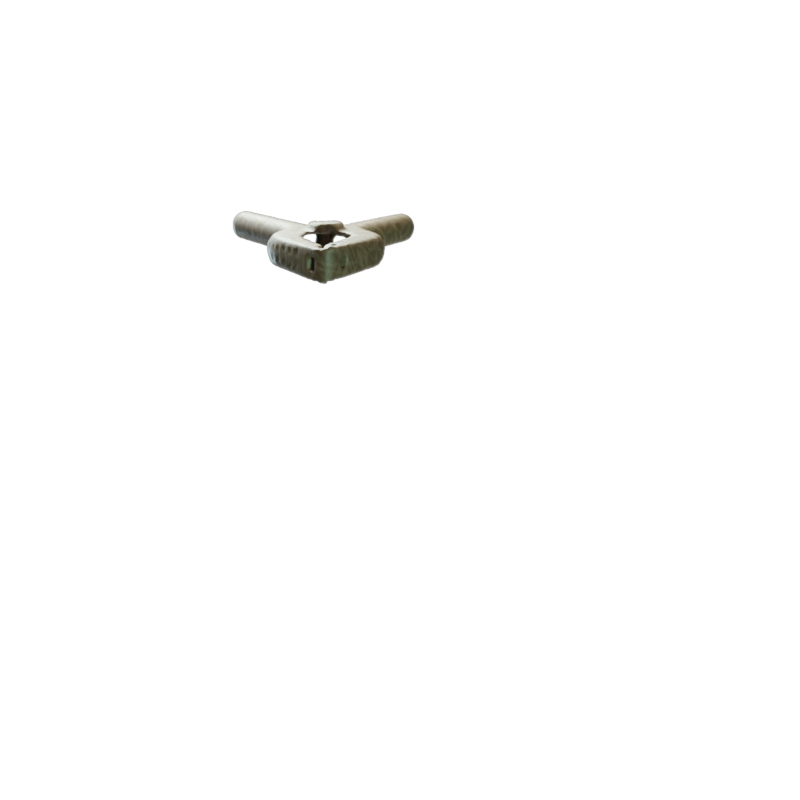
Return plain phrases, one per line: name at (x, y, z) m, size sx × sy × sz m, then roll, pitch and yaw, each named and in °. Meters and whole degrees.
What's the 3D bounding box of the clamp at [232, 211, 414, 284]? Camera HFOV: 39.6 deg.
clamp at (-0.073, -0.133, 0.932) m, size 0.166 × 0.035 × 0.215 m, roll 1°, pitch 17°, yaw 3°
